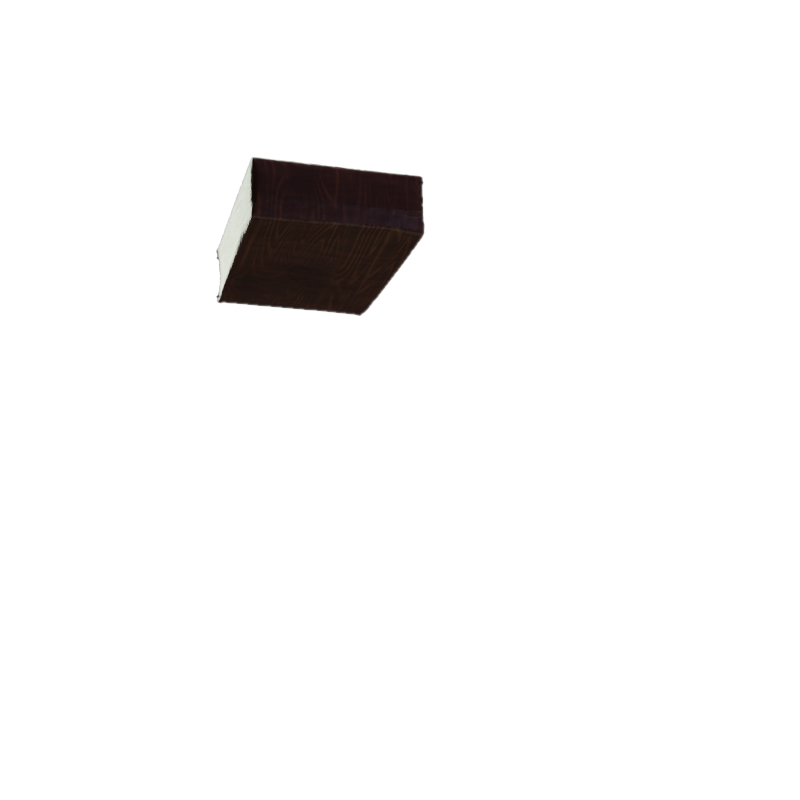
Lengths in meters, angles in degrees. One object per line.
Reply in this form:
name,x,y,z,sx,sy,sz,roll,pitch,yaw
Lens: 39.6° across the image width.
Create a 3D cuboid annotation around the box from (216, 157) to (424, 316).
box,-0.046,-0.085,0.593,0.088,0.041,0.110,6,-23,-15
